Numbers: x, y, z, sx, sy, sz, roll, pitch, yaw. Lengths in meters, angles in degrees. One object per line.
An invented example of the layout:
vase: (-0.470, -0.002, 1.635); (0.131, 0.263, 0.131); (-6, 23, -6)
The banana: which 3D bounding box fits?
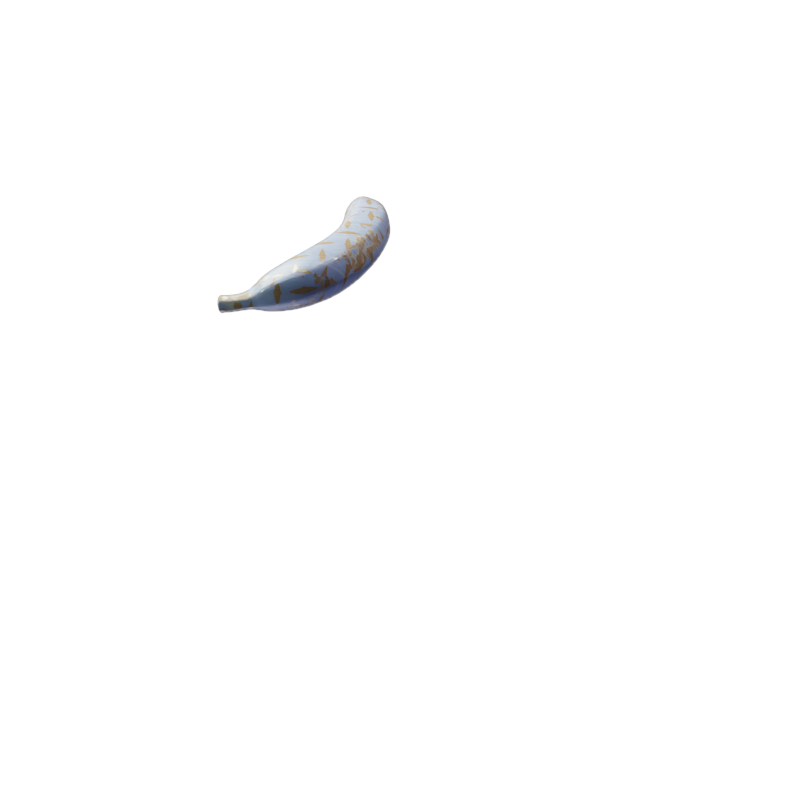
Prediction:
banana: (-0.049, -0.109, 0.797); (0.073, 0.035, 0.200); (15, 33, 24)
